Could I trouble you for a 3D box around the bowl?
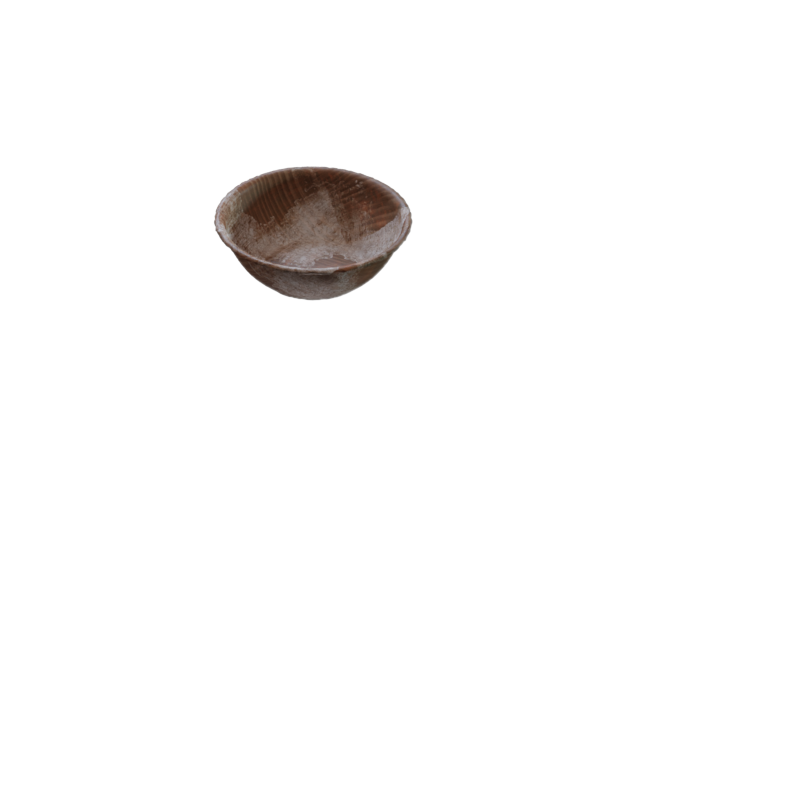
[{"bbox_3d":[-0.072,-0.131,0.920,0.162,0.051,0.174,-1,39,-2],"label":"bowl"}]
